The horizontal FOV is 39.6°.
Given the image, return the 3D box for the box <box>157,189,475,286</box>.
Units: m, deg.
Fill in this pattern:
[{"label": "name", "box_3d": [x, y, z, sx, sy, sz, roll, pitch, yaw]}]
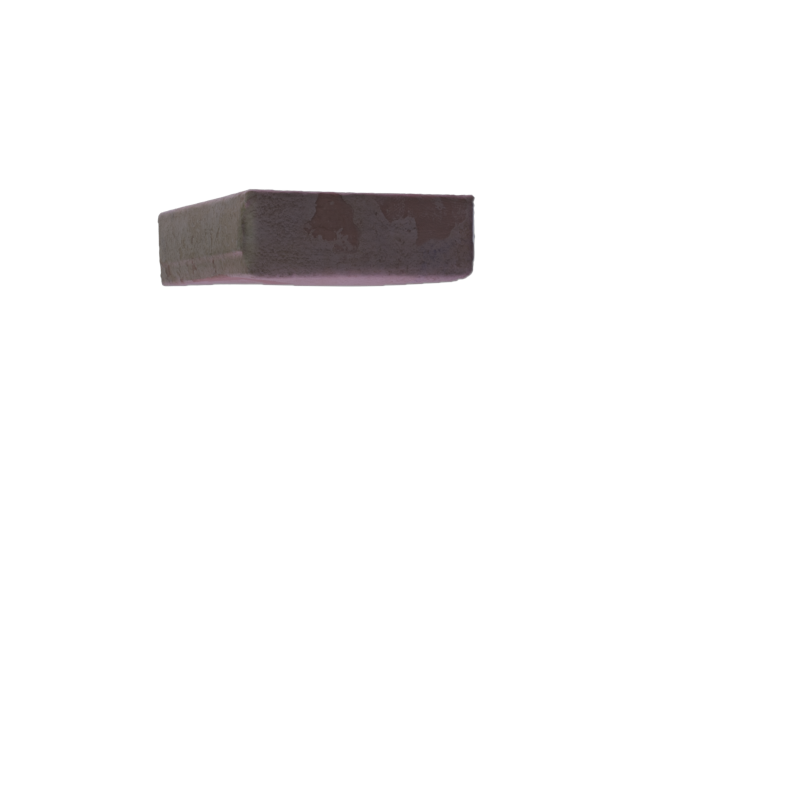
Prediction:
[{"label": "box", "box_3d": [-0.038, -0.069, 0.484, 0.109, 0.039, 0.093, -2, 4, -32]}]
